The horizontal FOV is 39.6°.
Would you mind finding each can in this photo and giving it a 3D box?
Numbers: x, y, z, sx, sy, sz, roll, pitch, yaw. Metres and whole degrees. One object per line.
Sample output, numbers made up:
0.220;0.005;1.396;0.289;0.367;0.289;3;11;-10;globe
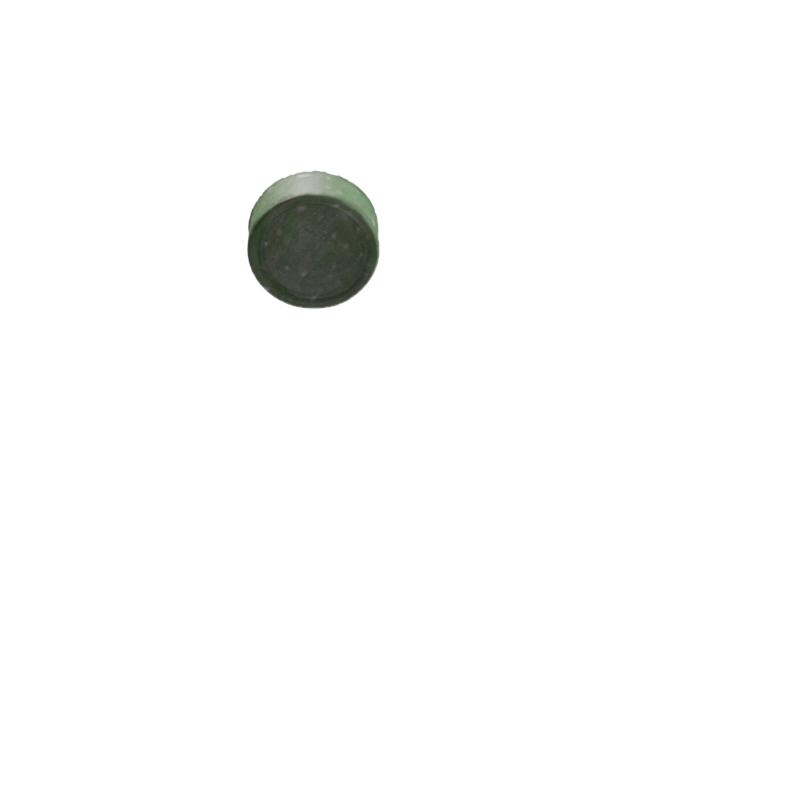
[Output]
-0.056;-0.102;0.716;0.086;0.081;0.036;1;31;-1;can
